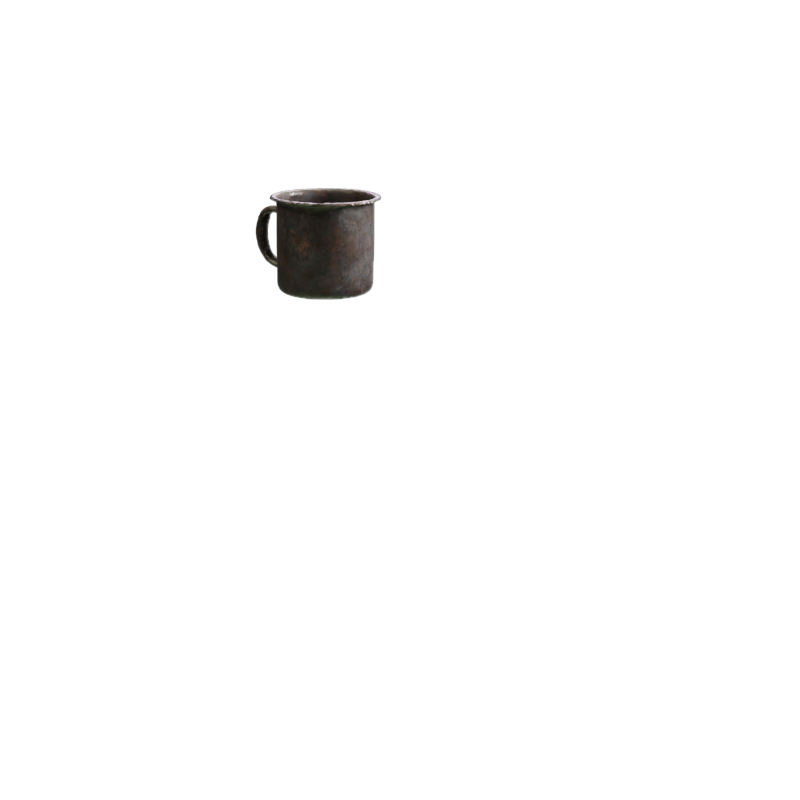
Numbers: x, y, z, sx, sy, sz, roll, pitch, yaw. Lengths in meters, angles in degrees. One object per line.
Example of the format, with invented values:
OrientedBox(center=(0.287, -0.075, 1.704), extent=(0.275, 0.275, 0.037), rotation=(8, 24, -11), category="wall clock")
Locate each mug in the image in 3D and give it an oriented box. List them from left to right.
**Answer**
OrientedBox(center=(-0.073, -0.134, 0.937), extent=(0.122, 0.079, 0.092), rotation=(9, 18, 29), category="mug")
